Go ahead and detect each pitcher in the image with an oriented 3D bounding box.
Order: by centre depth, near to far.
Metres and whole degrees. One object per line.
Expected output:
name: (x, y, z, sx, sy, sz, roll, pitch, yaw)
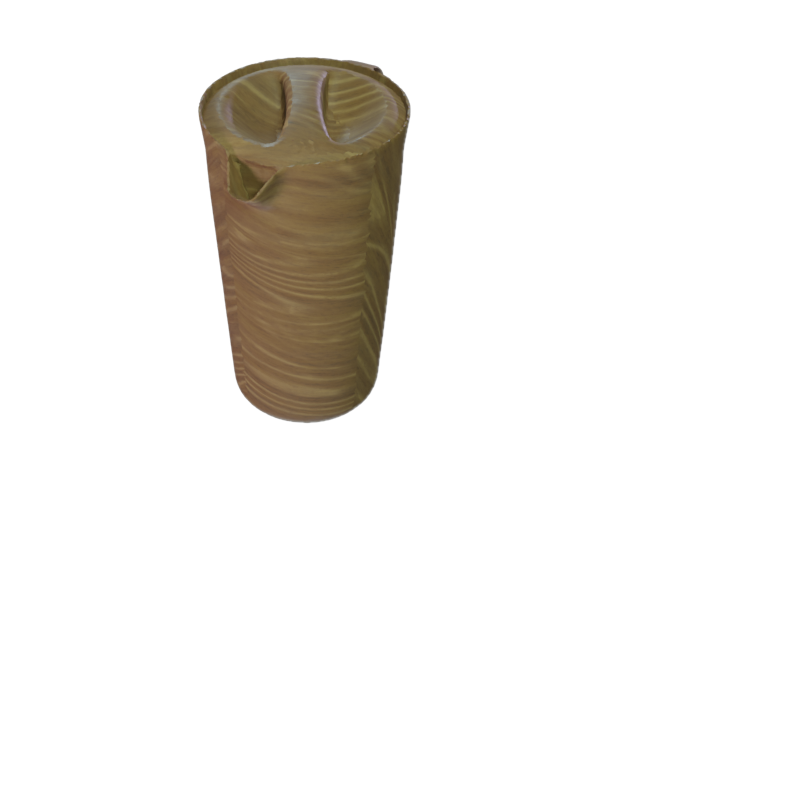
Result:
pitcher: (-0.060, -0.110, 0.771, 0.147, 0.227, 0.157, -13, 44, -17)
